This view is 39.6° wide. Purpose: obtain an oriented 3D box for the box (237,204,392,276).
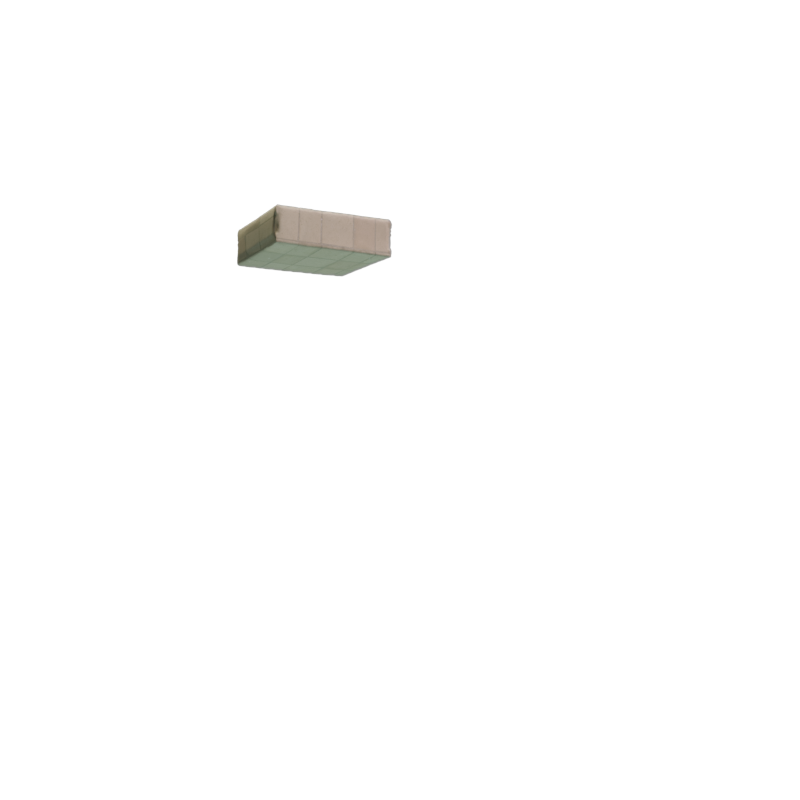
[{"bbox_3d":[-0.061,-0.111,0.779,0.086,0.031,0.074,3,-8,-26],"label":"box"}]
